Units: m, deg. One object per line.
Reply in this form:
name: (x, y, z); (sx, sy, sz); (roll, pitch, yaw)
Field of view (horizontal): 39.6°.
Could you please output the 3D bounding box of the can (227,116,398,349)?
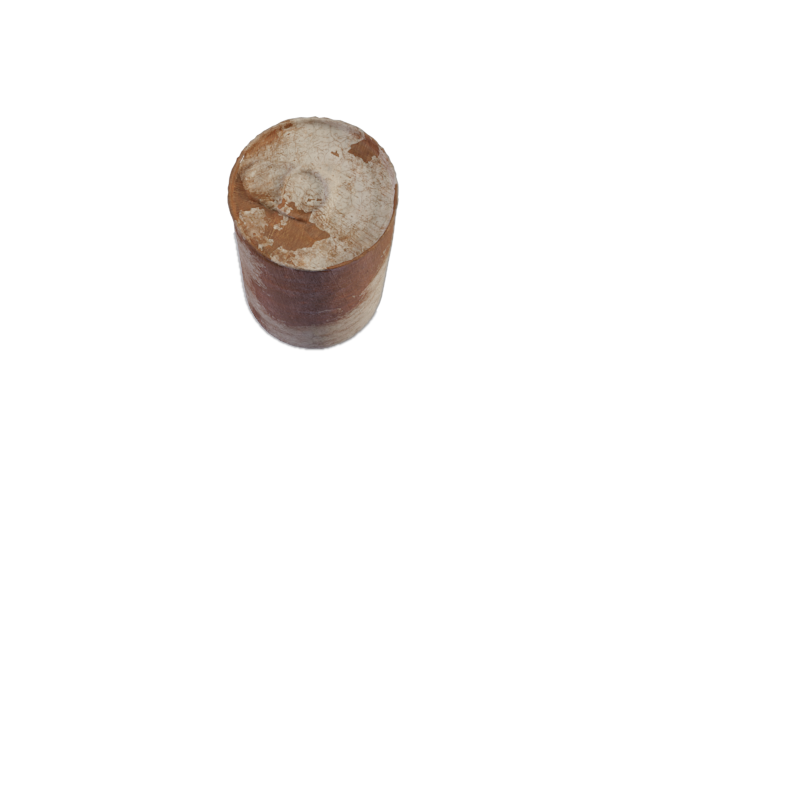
can: (-0.038, -0.069, 0.483); (0.068, 0.072, 0.098); (0, -19, -3)
